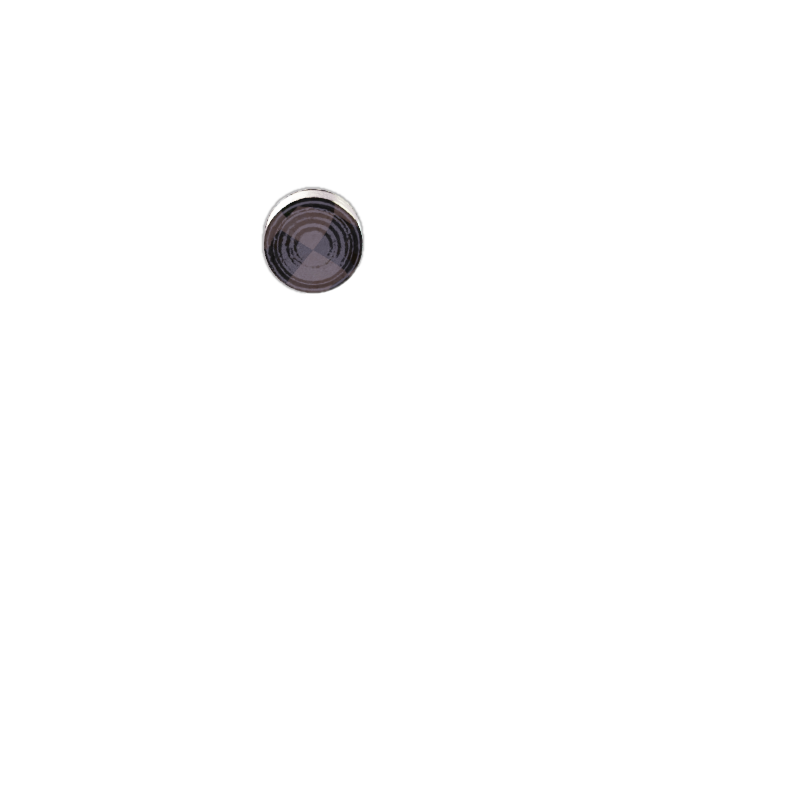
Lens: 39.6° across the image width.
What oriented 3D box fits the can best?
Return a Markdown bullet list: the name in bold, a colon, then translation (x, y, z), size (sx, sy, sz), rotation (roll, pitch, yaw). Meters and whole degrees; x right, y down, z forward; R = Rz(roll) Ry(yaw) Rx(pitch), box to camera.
- **can**: translation (-0.074, -0.135, 0.942), size (0.086, 0.083, 0.035), rotation (0, 18, -1)
